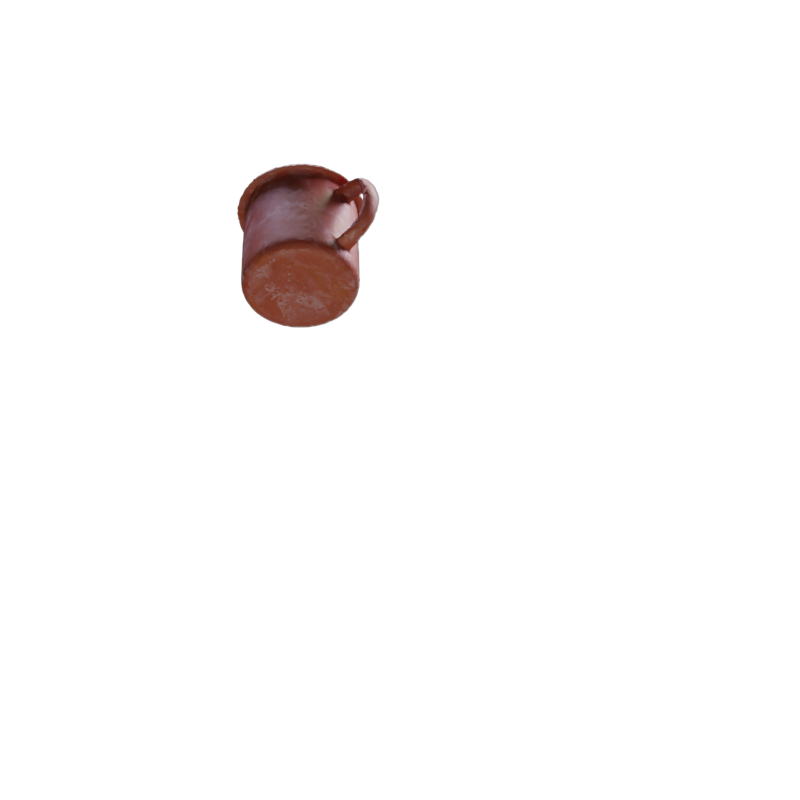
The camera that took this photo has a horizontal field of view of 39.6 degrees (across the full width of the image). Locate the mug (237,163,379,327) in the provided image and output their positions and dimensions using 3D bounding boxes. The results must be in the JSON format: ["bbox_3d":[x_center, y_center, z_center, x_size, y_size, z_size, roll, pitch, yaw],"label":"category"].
[{"bbox_3d":[-0.061,-0.111,0.776,0.117,0.087,0.087,-30,-51,27],"label":"mug"}]
